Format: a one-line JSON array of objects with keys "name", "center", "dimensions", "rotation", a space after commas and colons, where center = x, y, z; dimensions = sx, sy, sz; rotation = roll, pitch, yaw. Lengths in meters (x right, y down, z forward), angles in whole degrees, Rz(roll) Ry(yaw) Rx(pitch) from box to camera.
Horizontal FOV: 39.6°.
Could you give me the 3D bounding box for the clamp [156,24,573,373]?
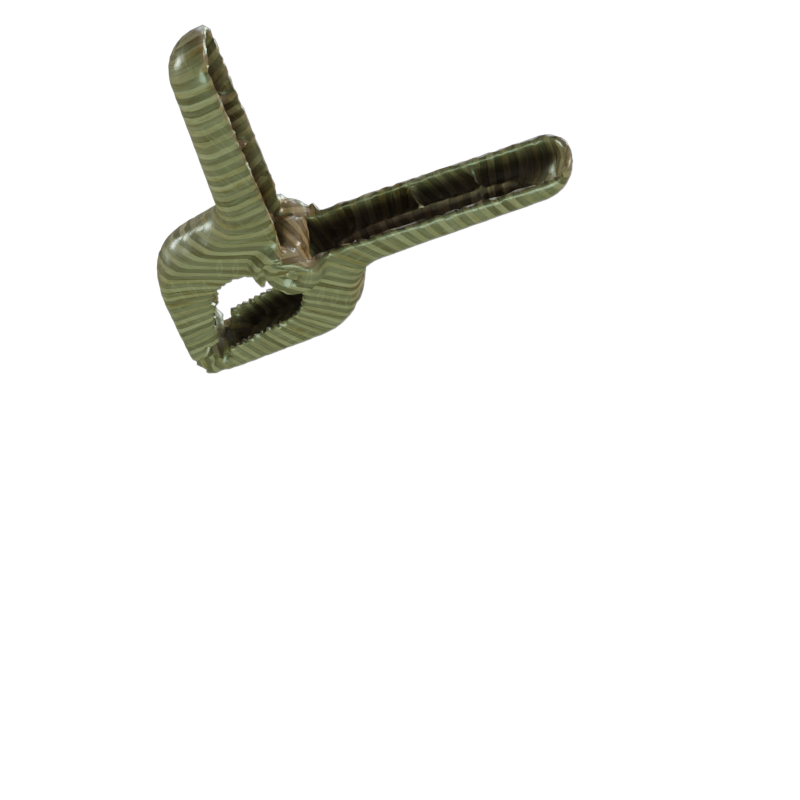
[{"name": "clamp", "center": [-0.038, -0.068, 0.480], "dimensions": [0.160, 0.039, 0.202], "rotation": [10, -31, -18]}]
